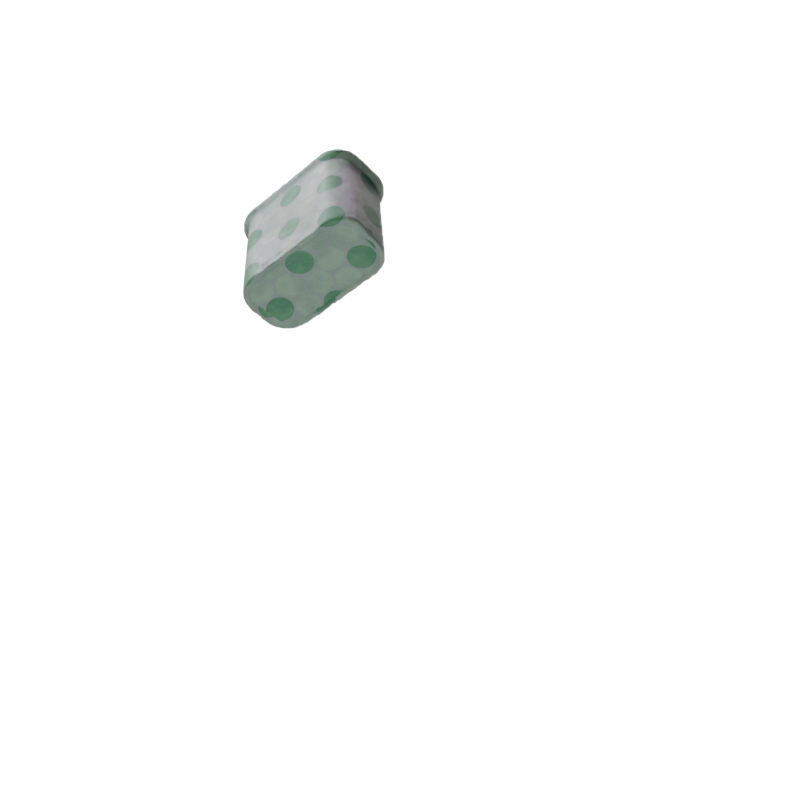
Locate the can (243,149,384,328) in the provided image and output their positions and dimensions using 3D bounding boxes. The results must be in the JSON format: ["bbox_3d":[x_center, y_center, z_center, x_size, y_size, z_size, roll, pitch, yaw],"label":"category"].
[{"bbox_3d":[-0.058,-0.106,0.742,0.101,0.090,0.054,-35,-58,22],"label":"can"}]
